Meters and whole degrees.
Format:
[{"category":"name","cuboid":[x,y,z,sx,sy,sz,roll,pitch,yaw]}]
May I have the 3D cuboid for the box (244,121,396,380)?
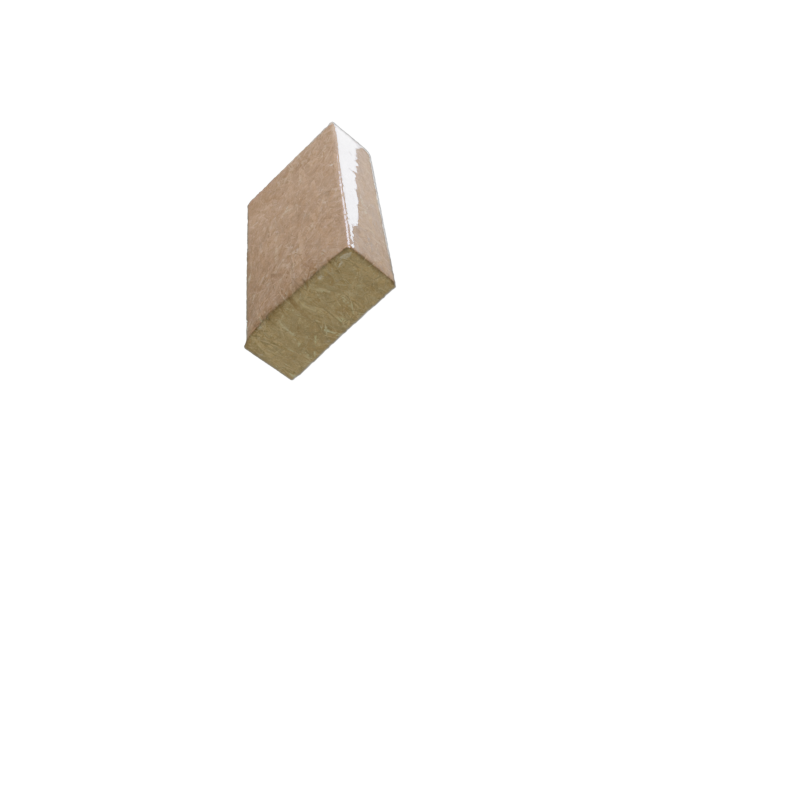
[{"category":"box","cuboid":[-0.055,-0.102,0.712,0.045,0.092,0.188,39,24,-26]}]
